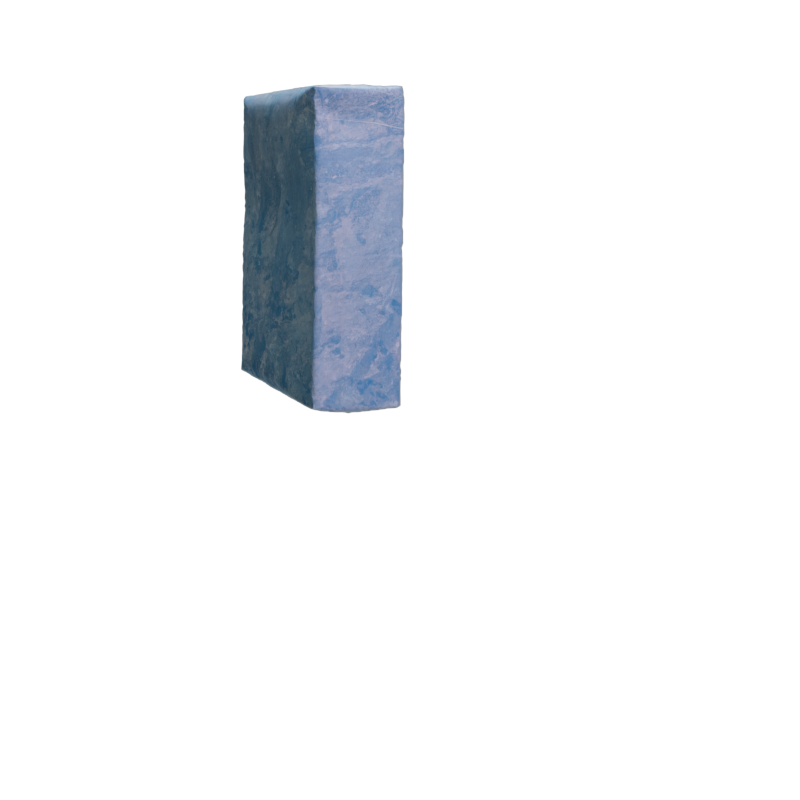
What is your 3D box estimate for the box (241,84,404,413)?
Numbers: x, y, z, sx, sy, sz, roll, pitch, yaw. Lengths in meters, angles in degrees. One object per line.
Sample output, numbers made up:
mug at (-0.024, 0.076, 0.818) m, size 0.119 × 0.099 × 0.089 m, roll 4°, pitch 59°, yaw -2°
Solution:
box at (-0.062, -0.112, 0.786) m, size 0.070 × 0.211 × 0.171 m, roll -2°, pitch 8°, yaw -23°
